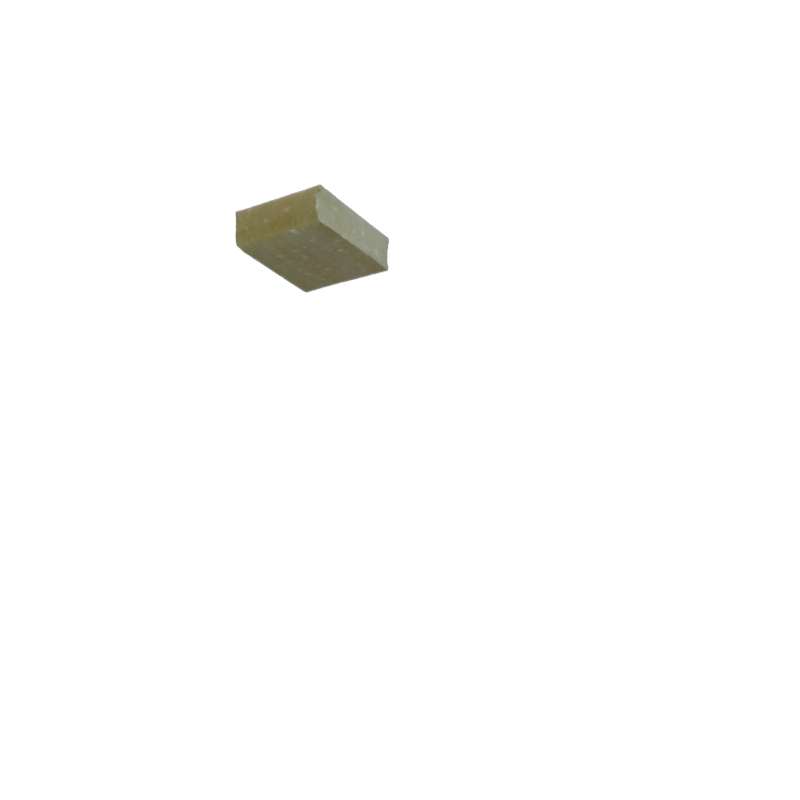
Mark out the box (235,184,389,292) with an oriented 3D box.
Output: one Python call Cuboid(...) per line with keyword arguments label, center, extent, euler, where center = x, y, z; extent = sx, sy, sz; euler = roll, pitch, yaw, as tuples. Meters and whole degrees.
Cuboid(label="box", center=(-0.075, -0.137, 0.961), extent=(0.091, 0.041, 0.106), euler=(-13, -24, 30))
